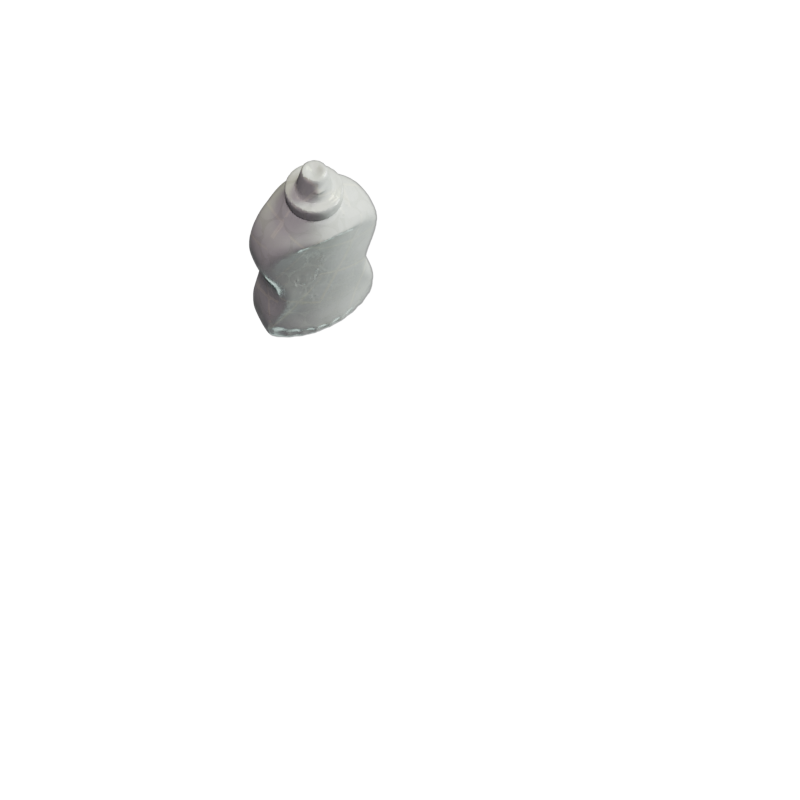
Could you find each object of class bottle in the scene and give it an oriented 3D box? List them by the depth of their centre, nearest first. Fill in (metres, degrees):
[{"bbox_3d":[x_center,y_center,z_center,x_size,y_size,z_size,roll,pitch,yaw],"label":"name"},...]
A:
[{"bbox_3d":[-0.064,-0.117,0.821,0.096,0.062,0.181,-23,-21,-14],"label":"bottle"}]
